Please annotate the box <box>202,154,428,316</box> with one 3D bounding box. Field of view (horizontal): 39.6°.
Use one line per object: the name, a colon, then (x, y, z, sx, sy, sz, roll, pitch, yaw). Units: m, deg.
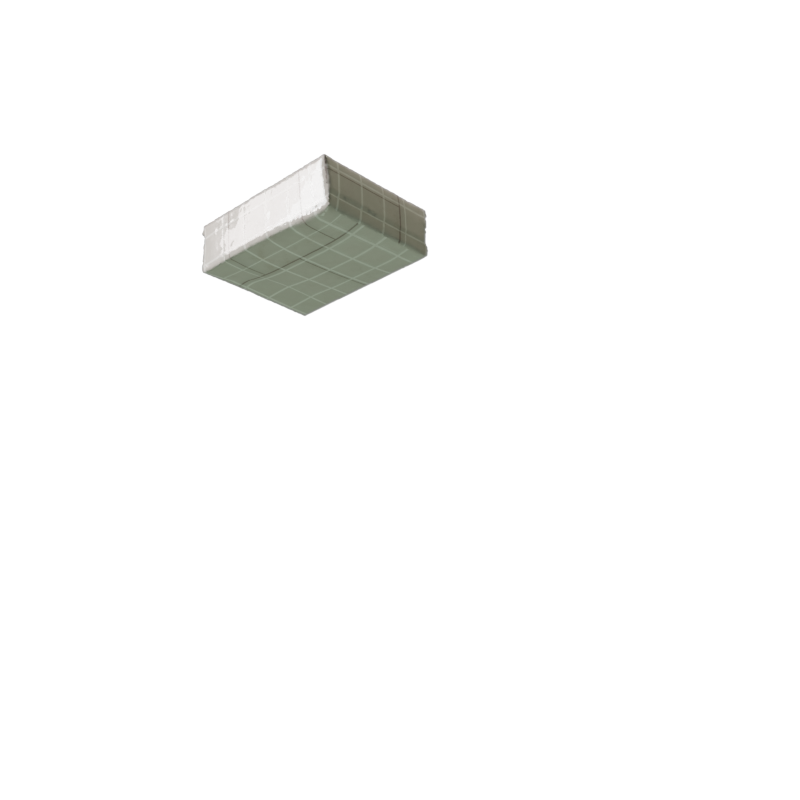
box: (-0.054, -0.098, 0.684, 0.114, 0.041, 0.084, -20, -30, 39)
